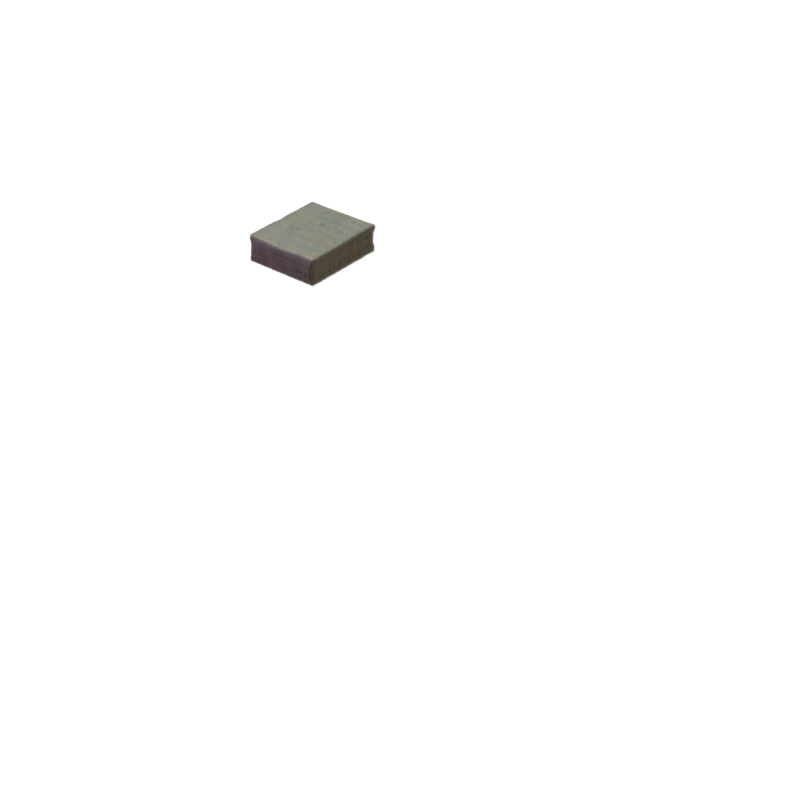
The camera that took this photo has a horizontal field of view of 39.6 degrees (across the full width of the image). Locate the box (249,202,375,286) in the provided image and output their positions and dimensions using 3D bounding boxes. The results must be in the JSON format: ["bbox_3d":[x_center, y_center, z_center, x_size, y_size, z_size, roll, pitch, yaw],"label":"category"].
[{"bbox_3d":[-0.076,-0.139,0.976,0.077,0.028,0.090,24,40,31],"label":"box"}]
